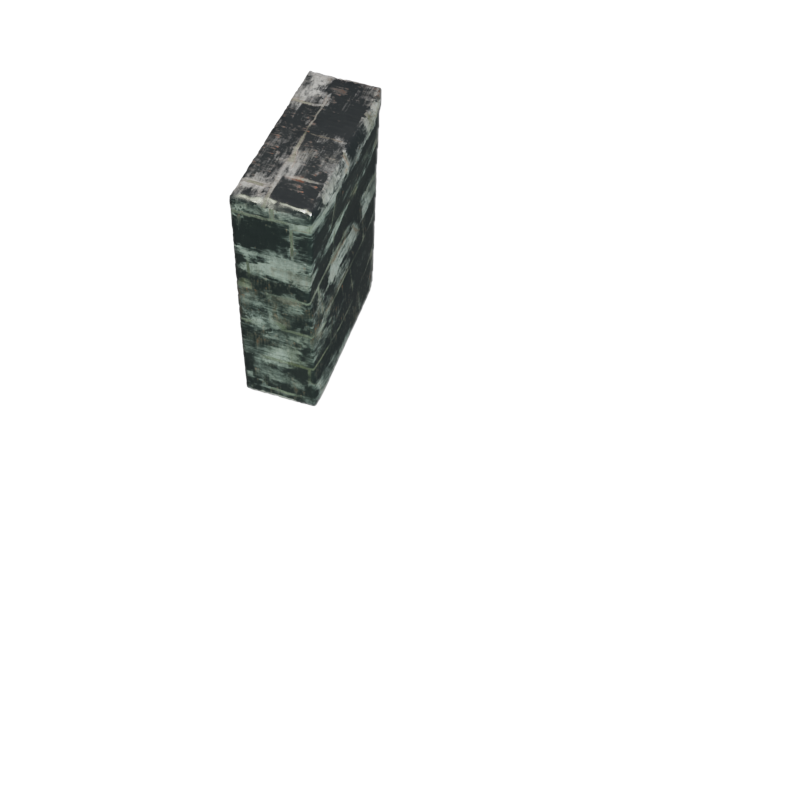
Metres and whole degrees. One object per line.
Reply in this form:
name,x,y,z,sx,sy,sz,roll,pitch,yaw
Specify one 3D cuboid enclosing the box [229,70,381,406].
box,-0.070,-0.127,0.891,0.073,0.172,0.199,14,-41,9
